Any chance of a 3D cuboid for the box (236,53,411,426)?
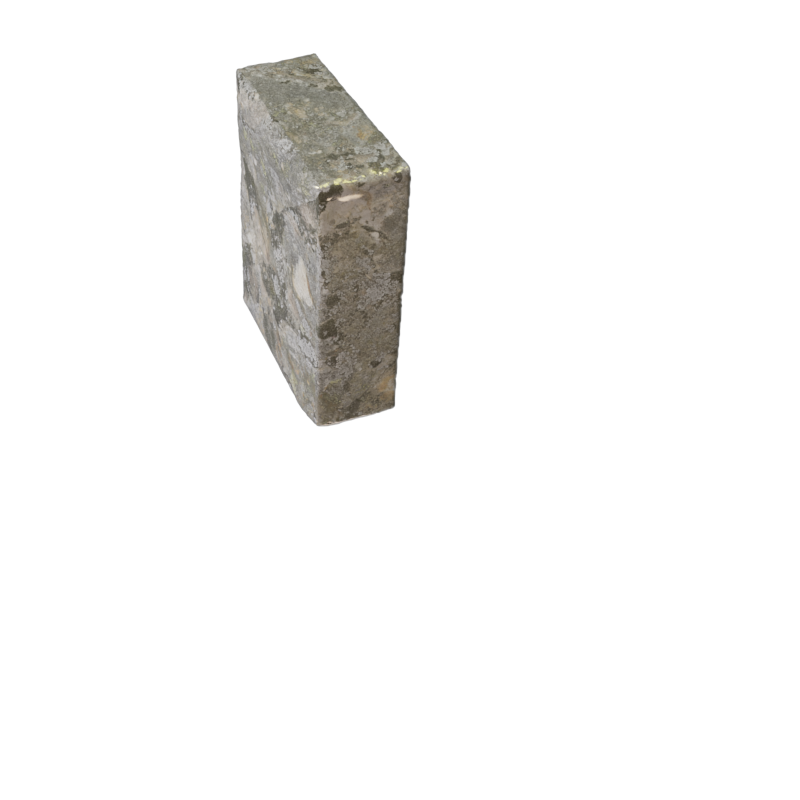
[{"bbox_3d":[-0.062,-0.114,0.795,0.071,0.199,0.178,-14,44,-19],"label":"box"}]
